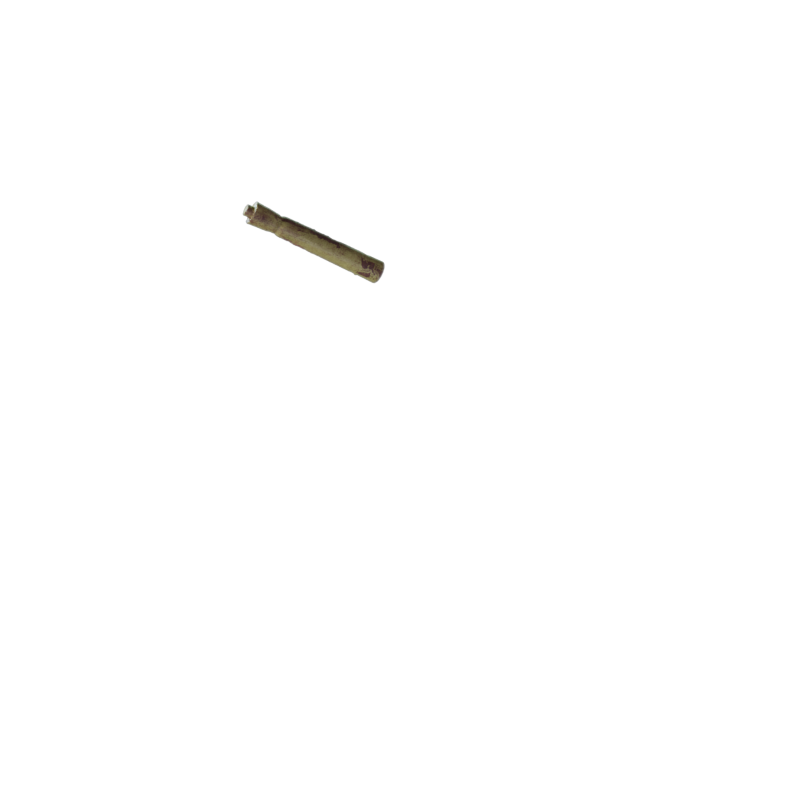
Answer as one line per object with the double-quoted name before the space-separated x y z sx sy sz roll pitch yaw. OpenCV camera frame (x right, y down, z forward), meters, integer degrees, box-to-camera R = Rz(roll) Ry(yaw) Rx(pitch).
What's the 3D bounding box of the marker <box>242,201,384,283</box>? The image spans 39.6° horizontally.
"marker" -0.068 -0.124 0.867 0.117 0.020 0.020 24 -4 -17
